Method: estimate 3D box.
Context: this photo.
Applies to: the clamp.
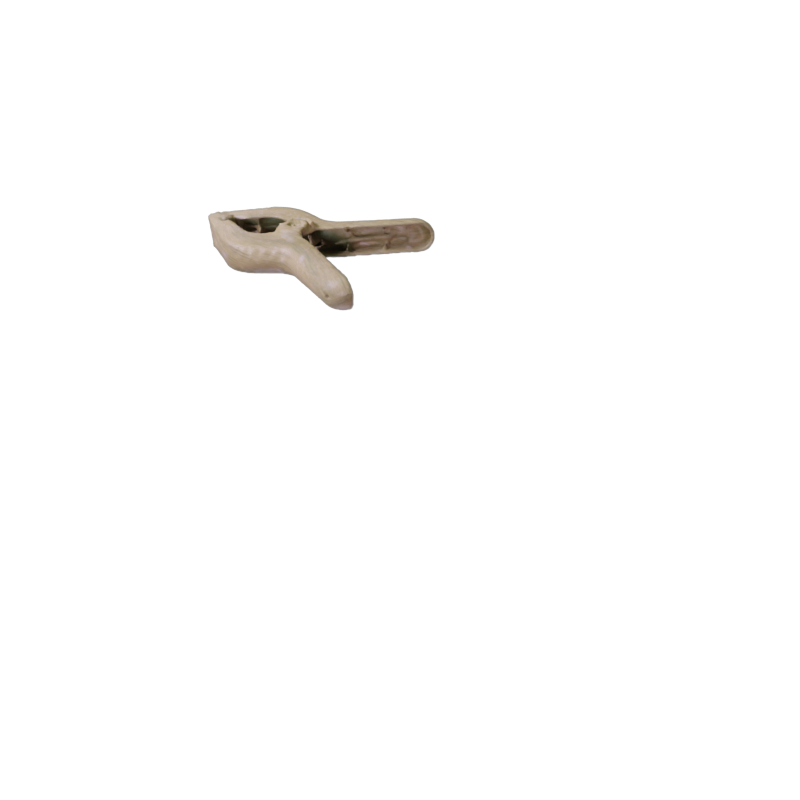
[{"bbox_3d":[-0.064,-0.116,0.815,0.182,0.037,0.119,24,36,37],"label":"clamp"}]
